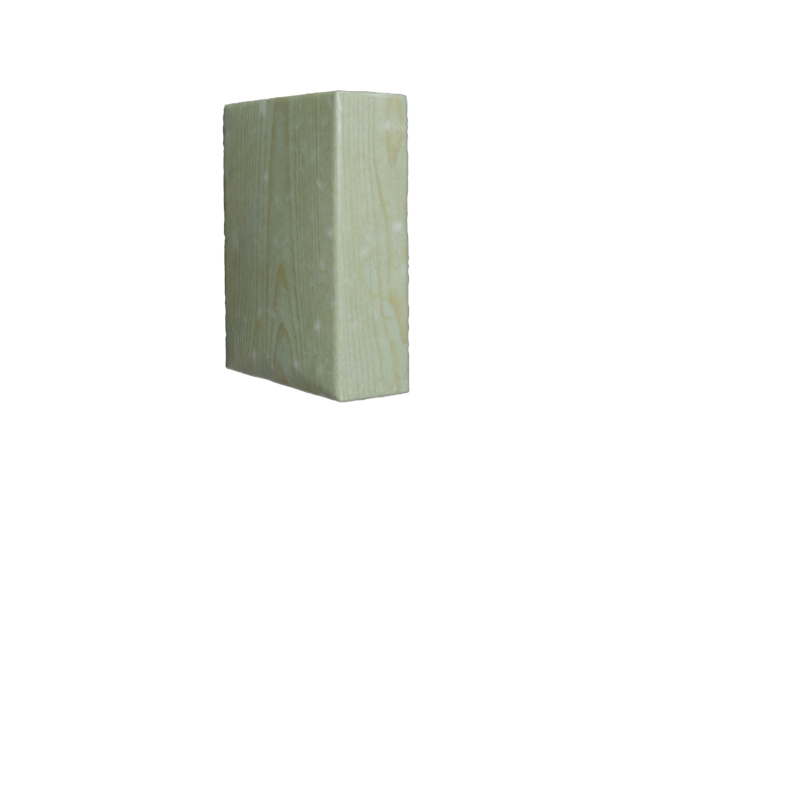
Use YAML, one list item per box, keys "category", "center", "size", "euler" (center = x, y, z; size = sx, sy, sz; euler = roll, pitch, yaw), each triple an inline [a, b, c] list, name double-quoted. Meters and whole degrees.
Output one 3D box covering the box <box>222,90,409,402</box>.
- category: "box"
  center: [-0.065, -0.119, 0.832]
  size: [0.069, 0.212, 0.172]
  euler: [-3, 7, -36]
